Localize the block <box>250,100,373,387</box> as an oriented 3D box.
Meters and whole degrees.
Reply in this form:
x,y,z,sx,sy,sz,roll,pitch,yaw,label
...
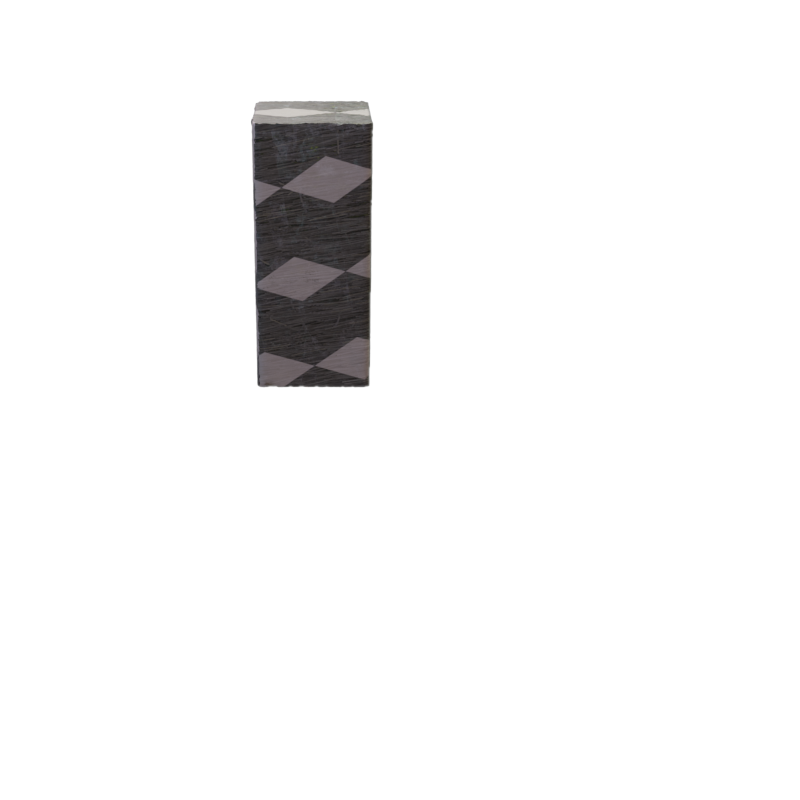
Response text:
x,y,z,sx,sy,sz,roll,pitch,yaw,label
-0.068,-0.123,0.863,0.090,0.197,0.095,0,20,-3,block
